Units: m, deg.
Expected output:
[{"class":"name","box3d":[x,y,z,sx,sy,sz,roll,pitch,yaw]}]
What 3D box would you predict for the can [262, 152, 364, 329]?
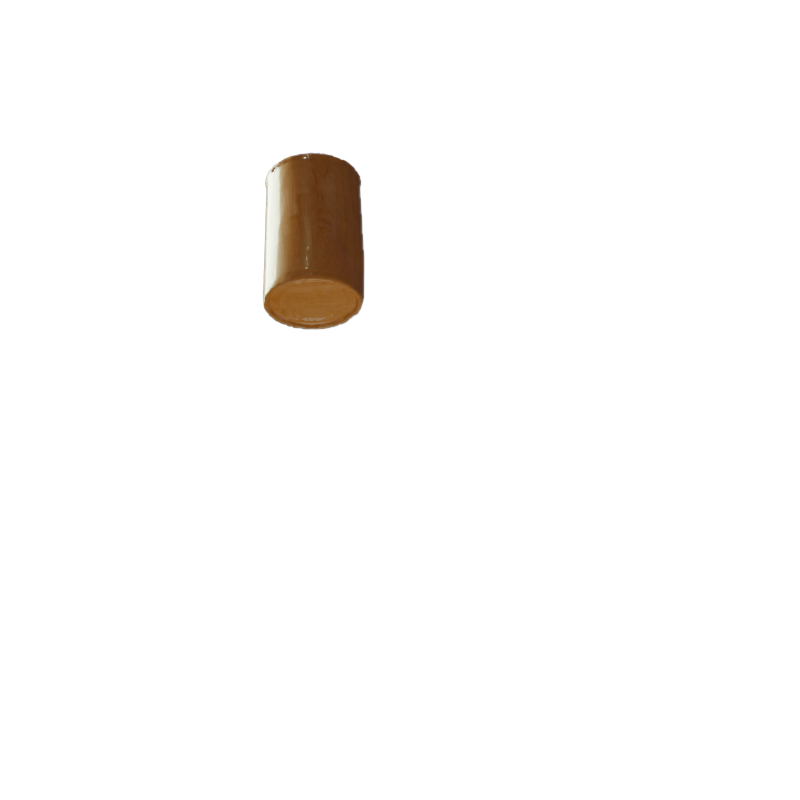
[{"class":"can","box3d":[-0.059,-0.108,0.757,0.068,0.109,0.064,-1,-31,-2]}]
